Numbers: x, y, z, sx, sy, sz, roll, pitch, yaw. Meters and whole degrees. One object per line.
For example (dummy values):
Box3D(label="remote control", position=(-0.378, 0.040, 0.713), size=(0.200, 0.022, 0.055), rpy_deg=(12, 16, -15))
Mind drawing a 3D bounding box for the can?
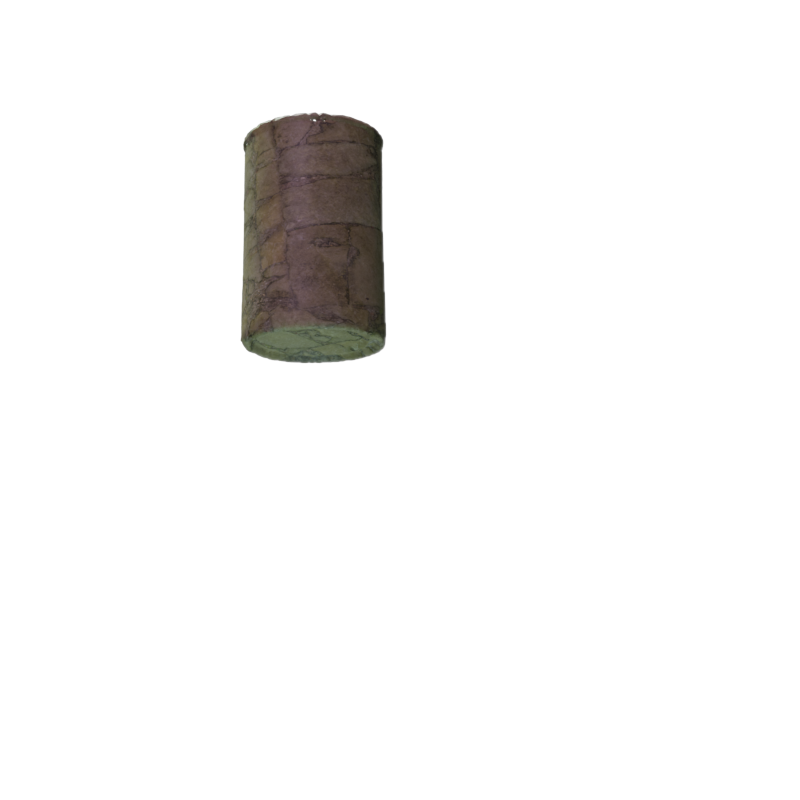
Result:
Box3D(label="can", position=(-0.041, -0.075, 0.522), size=(0.068, 0.107, 0.066), rpy_deg=(0, -17, -2))
